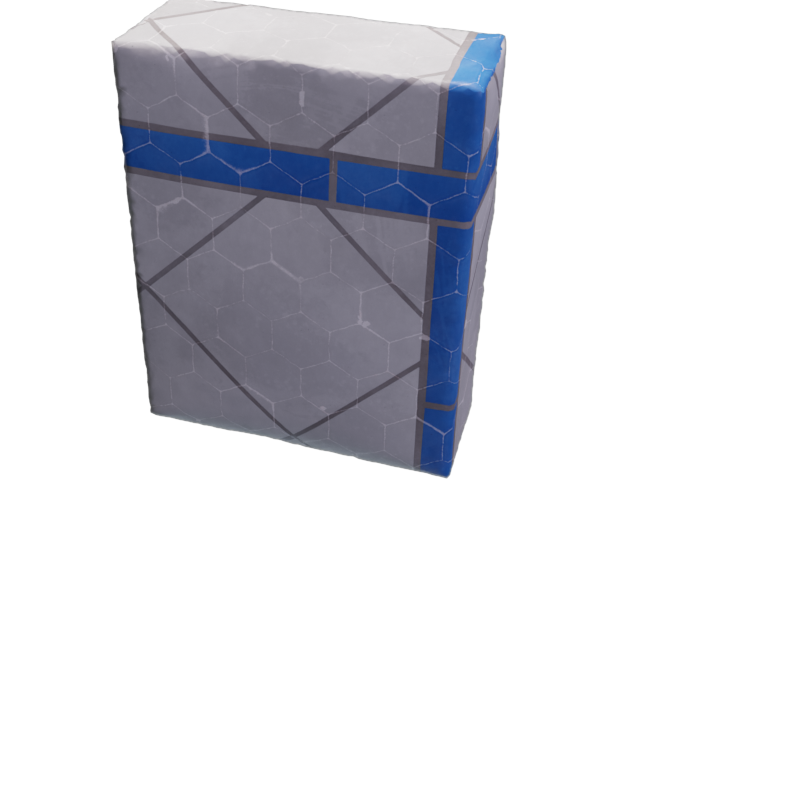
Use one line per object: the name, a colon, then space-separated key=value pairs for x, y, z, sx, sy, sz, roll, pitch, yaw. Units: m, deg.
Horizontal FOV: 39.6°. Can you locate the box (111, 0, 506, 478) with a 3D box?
box: x=-0.042 y=-0.076 z=0.535 sx=0.168 sy=0.200 sz=0.075 roll=12 pitch=36 yaw=13
